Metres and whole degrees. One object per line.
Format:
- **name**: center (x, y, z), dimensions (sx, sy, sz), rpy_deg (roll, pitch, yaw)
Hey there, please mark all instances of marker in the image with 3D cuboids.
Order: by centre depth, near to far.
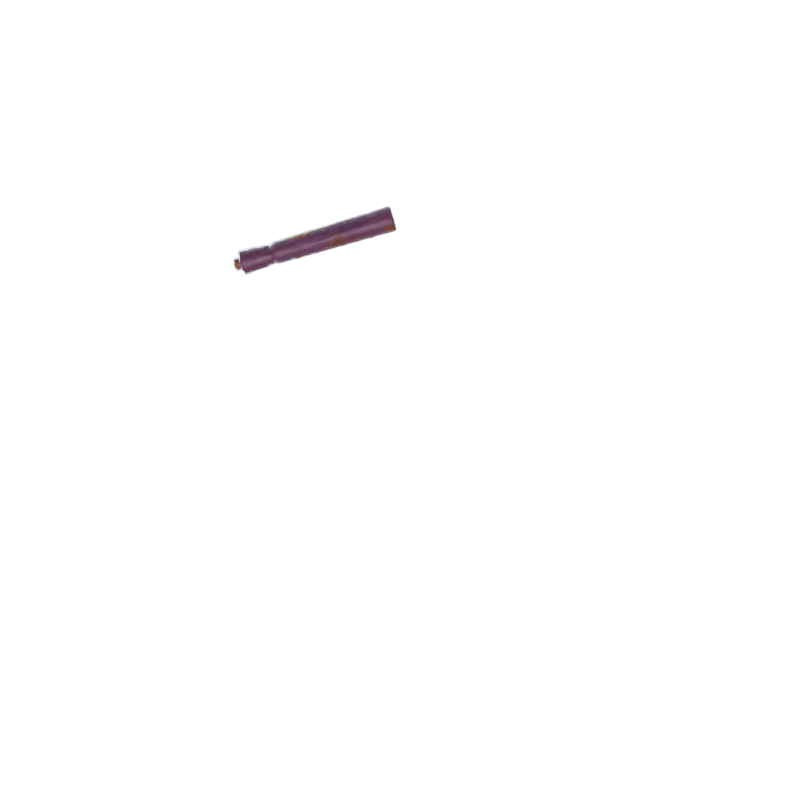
- **marker**: center (-0.063, -0.115, 0.808), dimensions (0.121, 0.020, 0.020), rpy_deg (-16, 3, 7)
